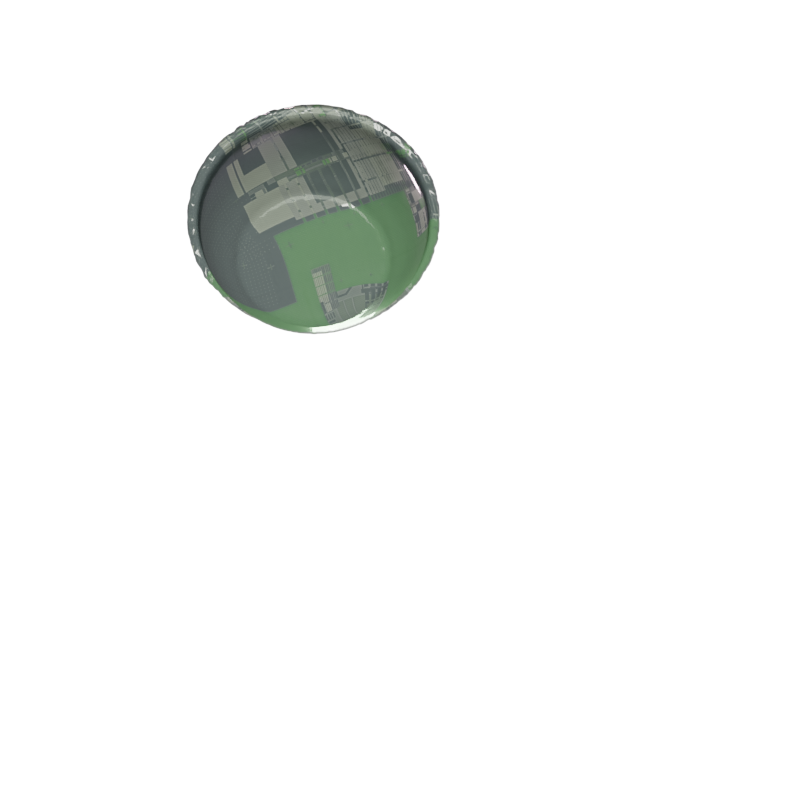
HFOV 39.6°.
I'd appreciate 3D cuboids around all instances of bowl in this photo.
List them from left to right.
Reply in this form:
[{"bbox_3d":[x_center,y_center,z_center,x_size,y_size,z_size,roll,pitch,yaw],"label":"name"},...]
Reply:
[{"bbox_3d":[-0.054,-0.098,0.686,0.162,0.153,0.058,1,29,-1],"label":"bowl"}]
